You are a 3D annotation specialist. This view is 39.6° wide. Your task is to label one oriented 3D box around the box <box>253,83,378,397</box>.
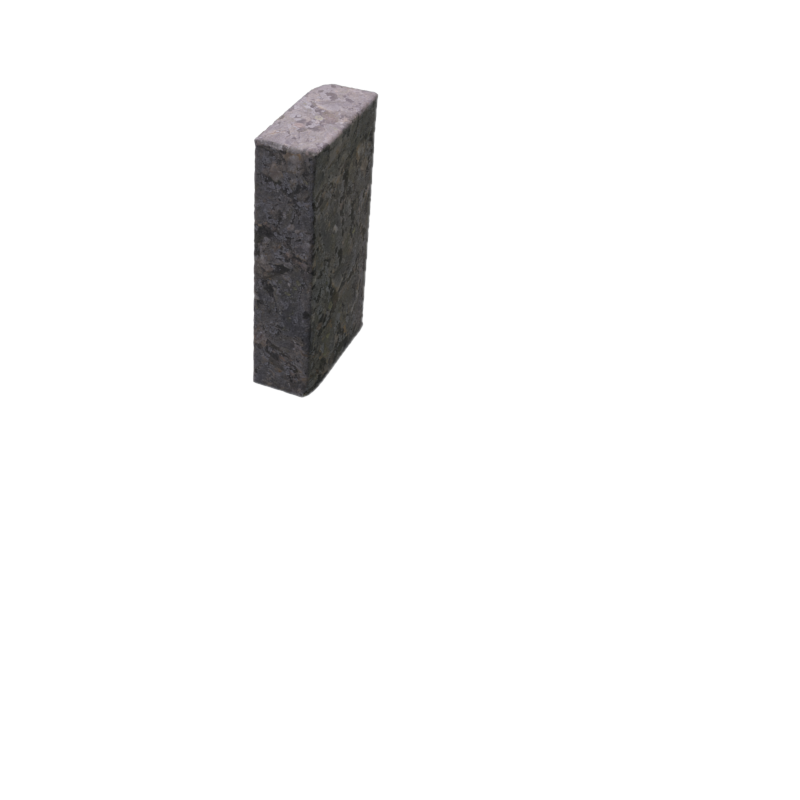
[{"bbox_3d":[-0.054,-0.098,0.687,0.050,0.165,0.096,14,36,17],"label":"box"}]
